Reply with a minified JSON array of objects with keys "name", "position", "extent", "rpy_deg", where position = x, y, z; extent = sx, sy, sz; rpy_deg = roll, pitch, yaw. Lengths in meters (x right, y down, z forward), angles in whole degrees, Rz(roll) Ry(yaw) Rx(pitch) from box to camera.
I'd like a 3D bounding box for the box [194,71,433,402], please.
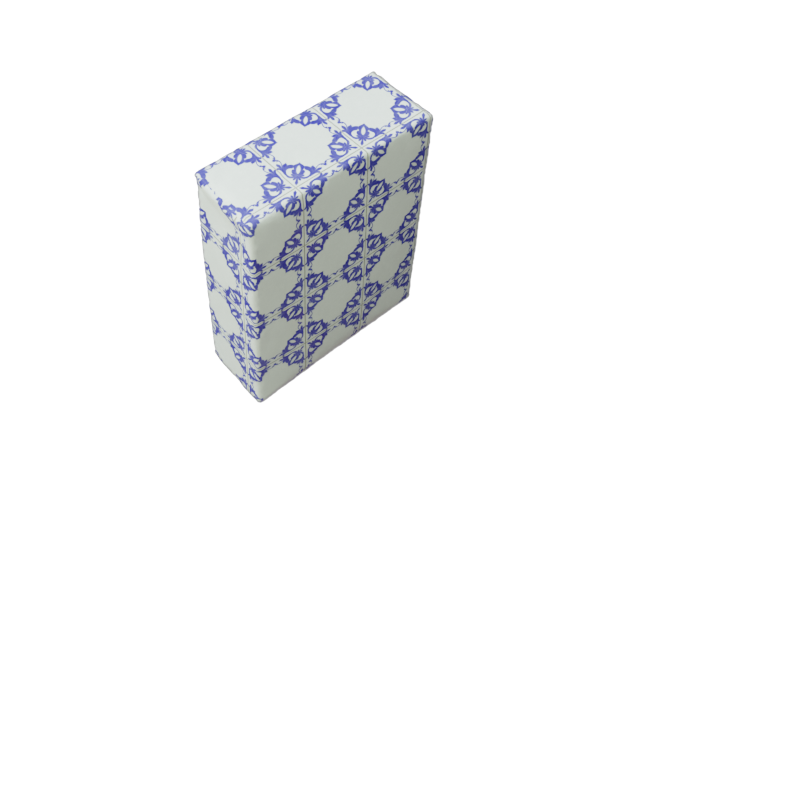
[{"name":"box","position":[-0.065,-0.118,0.827],"extent":[0.165,0.076,0.200],"rpy_deg":[-36,-25,-25]}]
